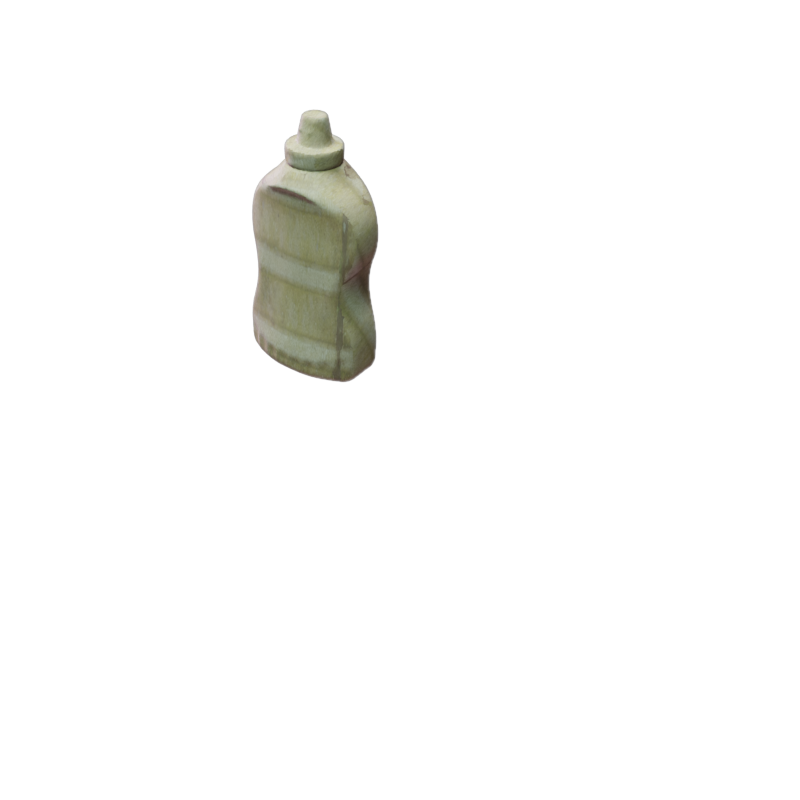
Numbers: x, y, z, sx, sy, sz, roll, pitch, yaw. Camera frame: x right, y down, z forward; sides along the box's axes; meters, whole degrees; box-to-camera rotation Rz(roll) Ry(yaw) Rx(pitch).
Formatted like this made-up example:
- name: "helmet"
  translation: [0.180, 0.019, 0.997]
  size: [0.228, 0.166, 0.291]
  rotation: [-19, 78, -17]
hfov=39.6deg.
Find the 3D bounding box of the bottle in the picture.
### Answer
- name: "bottle"
  translation: [-0.061, -0.112, 0.782]
  size: [0.102, 0.180, 0.058]
  rotation: [24, 36, 32]
